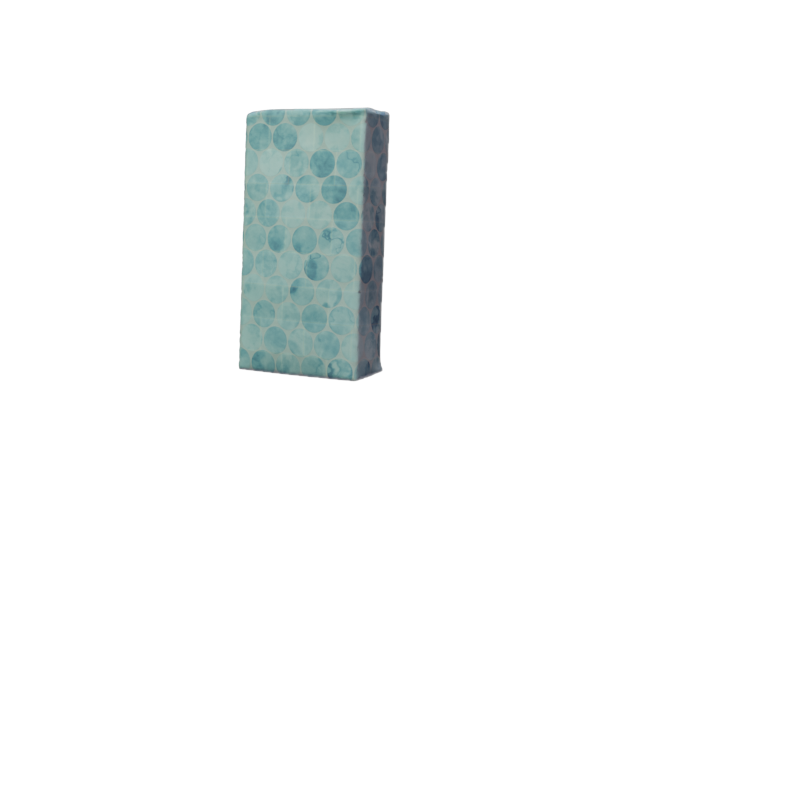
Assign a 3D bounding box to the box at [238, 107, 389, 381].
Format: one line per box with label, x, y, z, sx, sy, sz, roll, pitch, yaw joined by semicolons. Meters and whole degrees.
box;-0.058;-0.106;0.742;0.096;0.175;0.047;3;4;27
